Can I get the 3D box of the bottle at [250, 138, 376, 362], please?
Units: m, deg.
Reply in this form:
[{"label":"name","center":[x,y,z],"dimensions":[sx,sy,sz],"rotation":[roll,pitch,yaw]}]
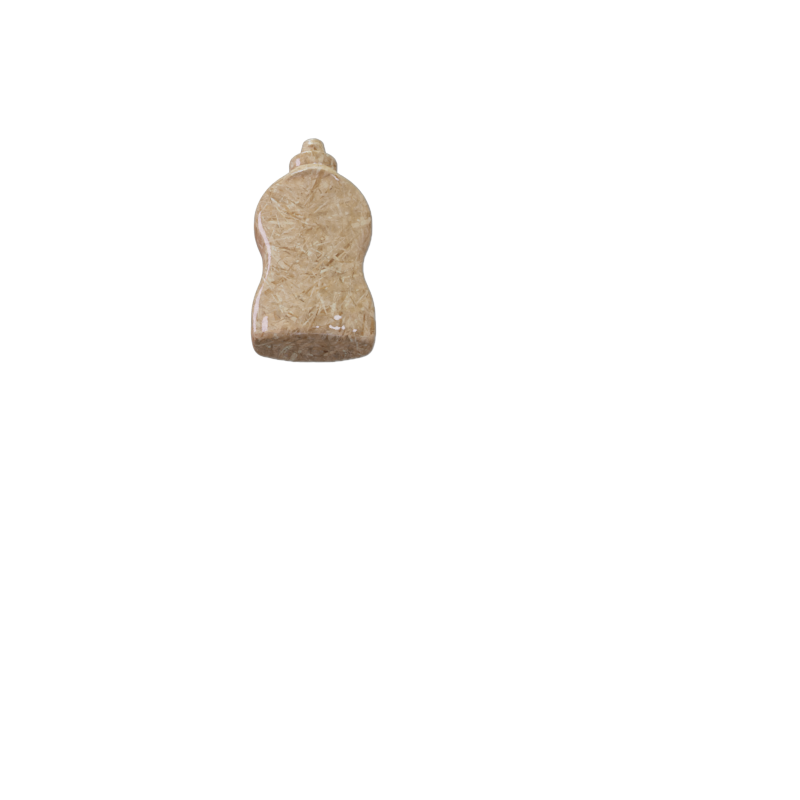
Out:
[{"label":"bottle","center":[-0.070,-0.128,0.893],"dimensions":[0.096,0.204,0.055],"rotation":[-2,-28,-1]}]
